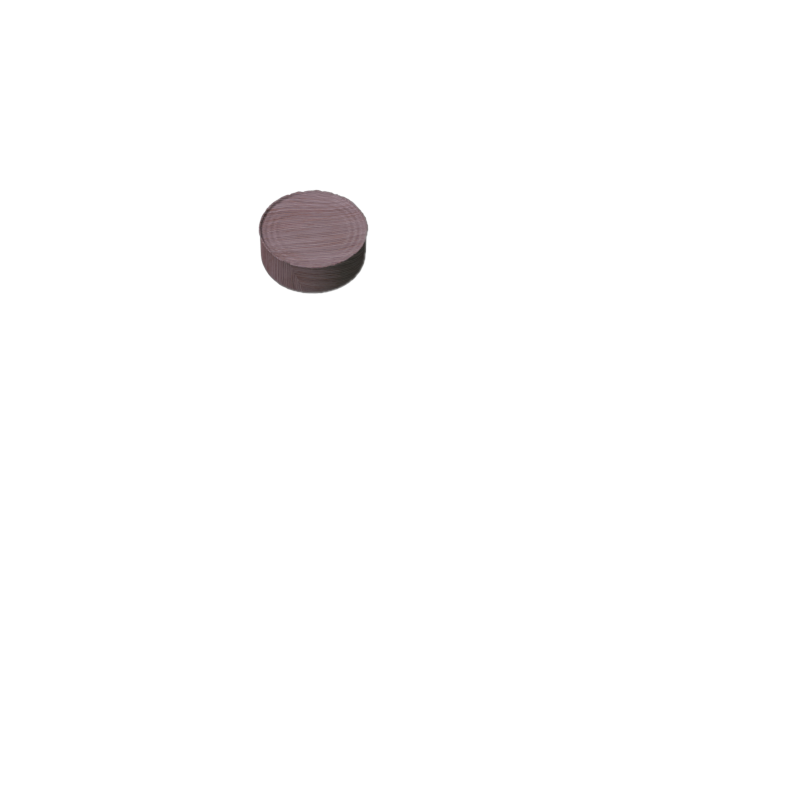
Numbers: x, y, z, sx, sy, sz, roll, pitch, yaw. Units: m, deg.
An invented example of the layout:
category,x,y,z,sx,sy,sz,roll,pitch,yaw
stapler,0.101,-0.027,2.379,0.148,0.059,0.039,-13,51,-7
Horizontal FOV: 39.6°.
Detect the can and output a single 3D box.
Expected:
category,x,y,z,sx,sy,sz,roll,pitch,yaw
can,-0.069,-0.126,0.880,0.086,0.092,0.031,-1,-40,-1
